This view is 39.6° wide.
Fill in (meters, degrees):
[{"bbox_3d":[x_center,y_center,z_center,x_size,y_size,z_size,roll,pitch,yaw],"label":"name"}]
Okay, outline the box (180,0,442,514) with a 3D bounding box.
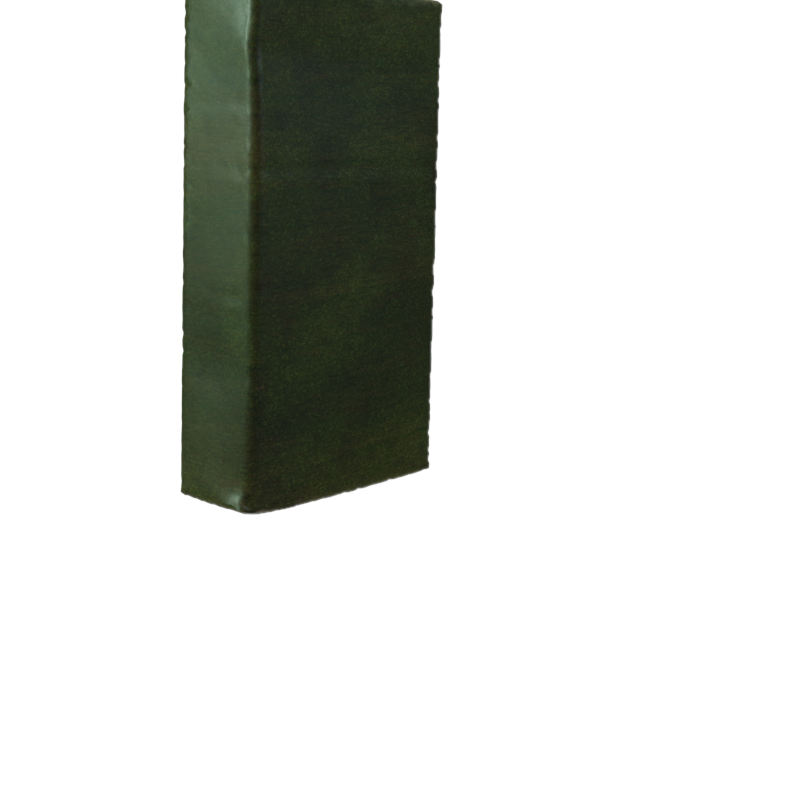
[{"bbox_3d":[-0.031,-0.056,0.395,0.050,0.175,0.090,4,6,43],"label":"box"}]
